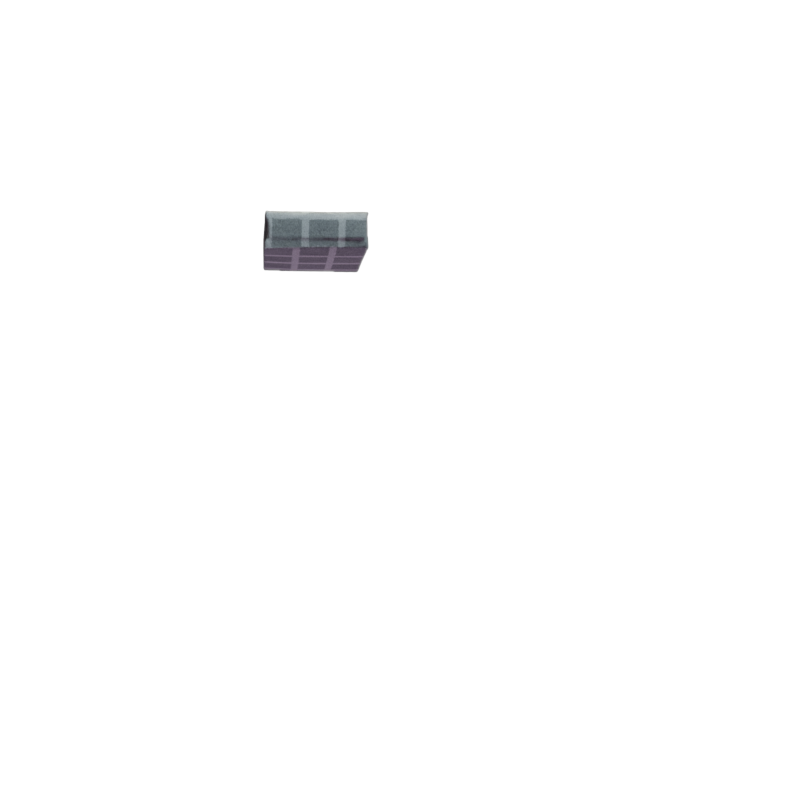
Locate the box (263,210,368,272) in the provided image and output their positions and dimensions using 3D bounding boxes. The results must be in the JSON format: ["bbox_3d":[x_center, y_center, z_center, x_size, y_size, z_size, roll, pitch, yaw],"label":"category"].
[{"bbox_3d":[-0.063,-0.115,0.807,0.073,0.031,0.088,0,-5,-5],"label":"box"}]
